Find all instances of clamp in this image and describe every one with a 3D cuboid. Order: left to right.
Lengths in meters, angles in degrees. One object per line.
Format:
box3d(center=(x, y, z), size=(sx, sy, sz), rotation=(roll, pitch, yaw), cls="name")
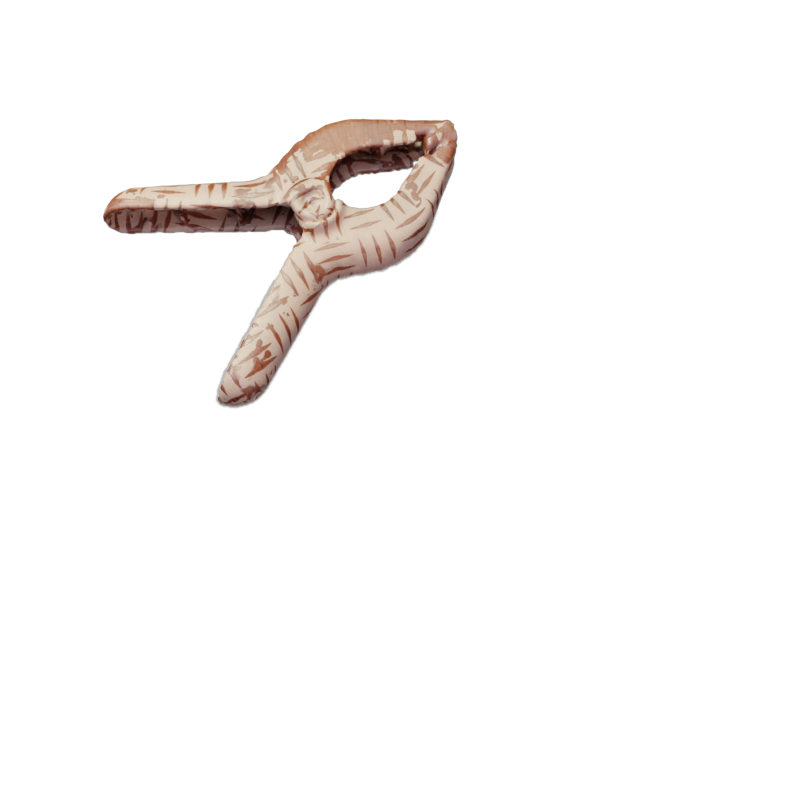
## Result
box3d(center=(-0.041, -0.074, 0.518), size=(0.171, 0.126, 0.037), rotation=(-24, -18, -8), cls="clamp")
